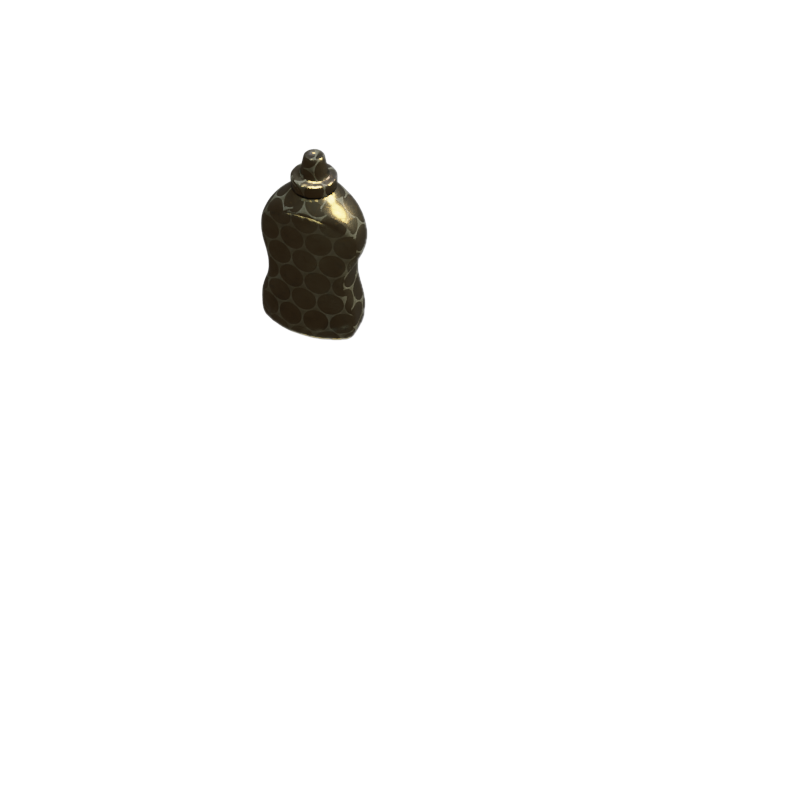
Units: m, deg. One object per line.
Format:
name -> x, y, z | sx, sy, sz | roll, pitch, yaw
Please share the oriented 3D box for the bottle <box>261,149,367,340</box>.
bottle -> -0.078, -0.143, 1.000 | 0.099, 0.179, 0.060 | 19, 46, 16
